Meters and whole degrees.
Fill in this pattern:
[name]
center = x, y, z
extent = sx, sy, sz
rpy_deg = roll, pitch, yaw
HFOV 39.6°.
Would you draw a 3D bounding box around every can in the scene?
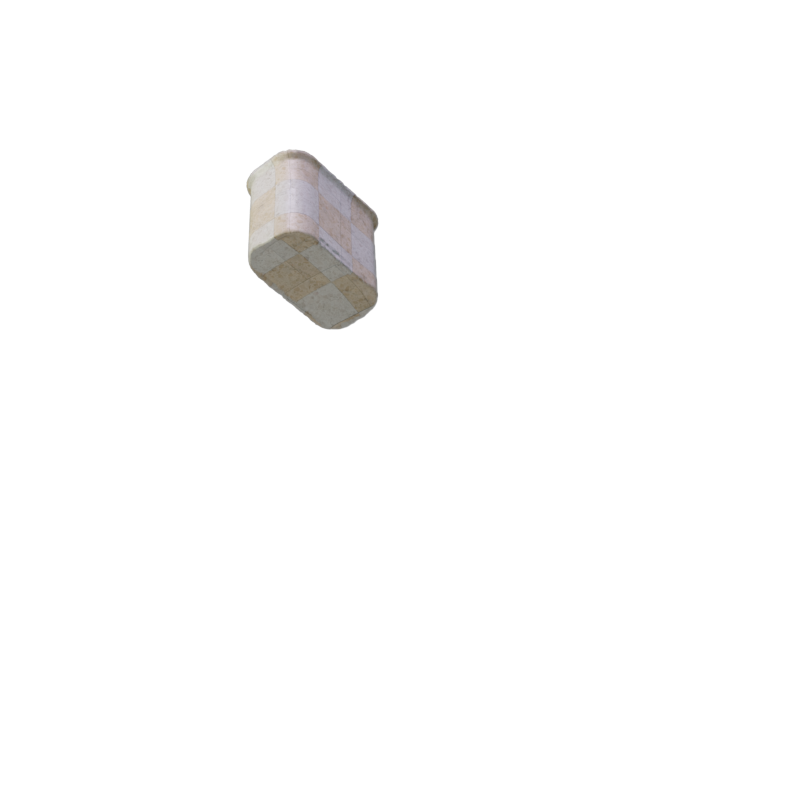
[can]
center = -0.060, -0.110, 0.768
extent = 0.057, 0.090, 0.095
rpy_deg = -32, -52, 27
